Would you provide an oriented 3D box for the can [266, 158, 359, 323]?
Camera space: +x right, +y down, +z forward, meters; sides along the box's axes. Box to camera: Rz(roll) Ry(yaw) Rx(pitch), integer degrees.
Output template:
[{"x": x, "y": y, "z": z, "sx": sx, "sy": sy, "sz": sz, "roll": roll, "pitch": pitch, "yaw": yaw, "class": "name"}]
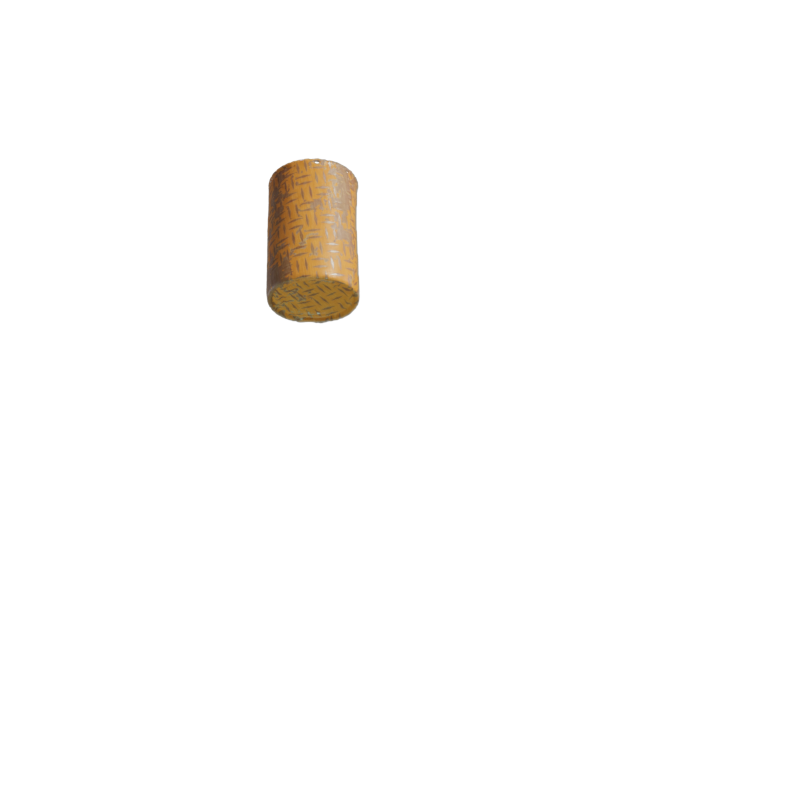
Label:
[{"x": -0.063, "y": -0.115, "z": 0.809, "sx": 0.068, "sy": 0.109, "sz": 0.064, "roll": -1, "pitch": -31, "yaw": -2, "class": "can"}]
